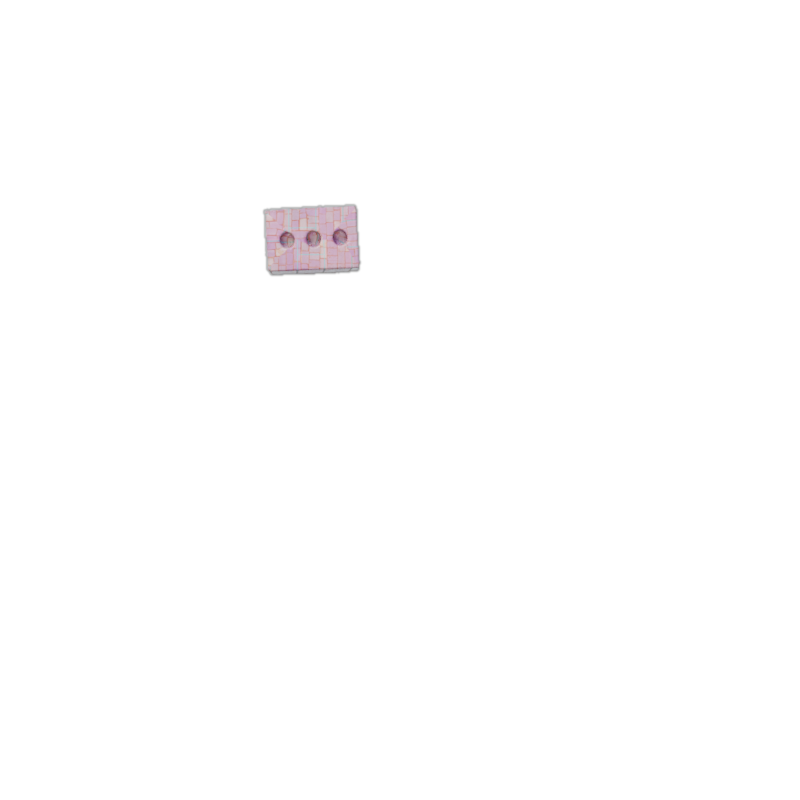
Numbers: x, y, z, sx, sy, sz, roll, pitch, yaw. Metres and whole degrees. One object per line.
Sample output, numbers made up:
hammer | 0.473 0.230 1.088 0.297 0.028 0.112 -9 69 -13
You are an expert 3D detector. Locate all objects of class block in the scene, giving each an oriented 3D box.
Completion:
block | -0.073 -0.133 0.932 0.078 0.053 0.051 -4 -2 -2
